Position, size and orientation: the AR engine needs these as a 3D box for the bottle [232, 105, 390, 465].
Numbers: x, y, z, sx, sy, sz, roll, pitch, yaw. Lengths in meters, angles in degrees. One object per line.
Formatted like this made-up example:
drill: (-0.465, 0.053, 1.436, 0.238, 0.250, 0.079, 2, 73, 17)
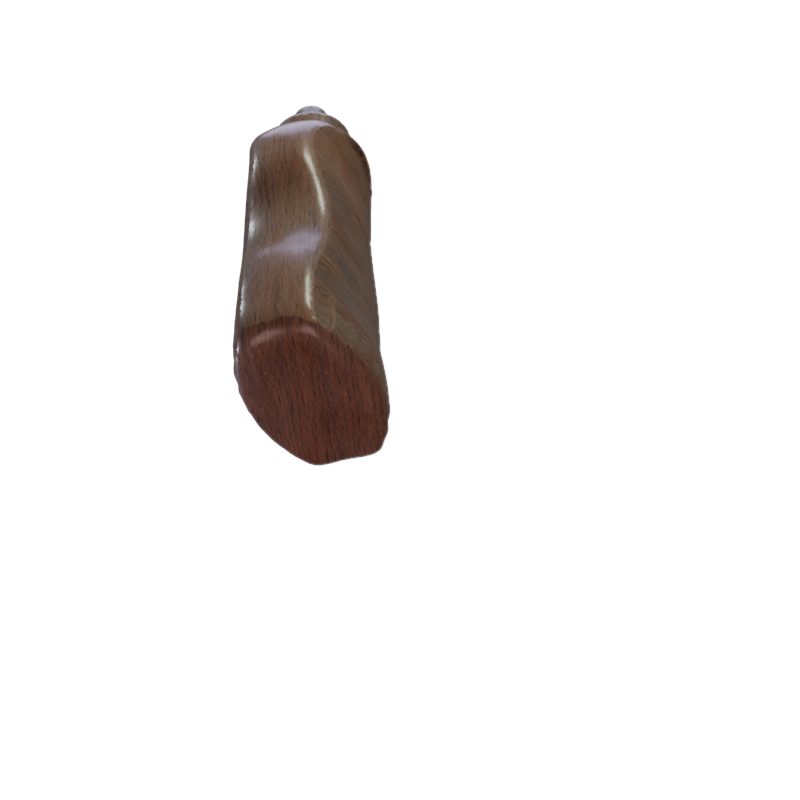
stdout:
bottle: (-0.041, -0.074, 0.517, 0.059, 0.206, 0.088, -16, -44, 12)
